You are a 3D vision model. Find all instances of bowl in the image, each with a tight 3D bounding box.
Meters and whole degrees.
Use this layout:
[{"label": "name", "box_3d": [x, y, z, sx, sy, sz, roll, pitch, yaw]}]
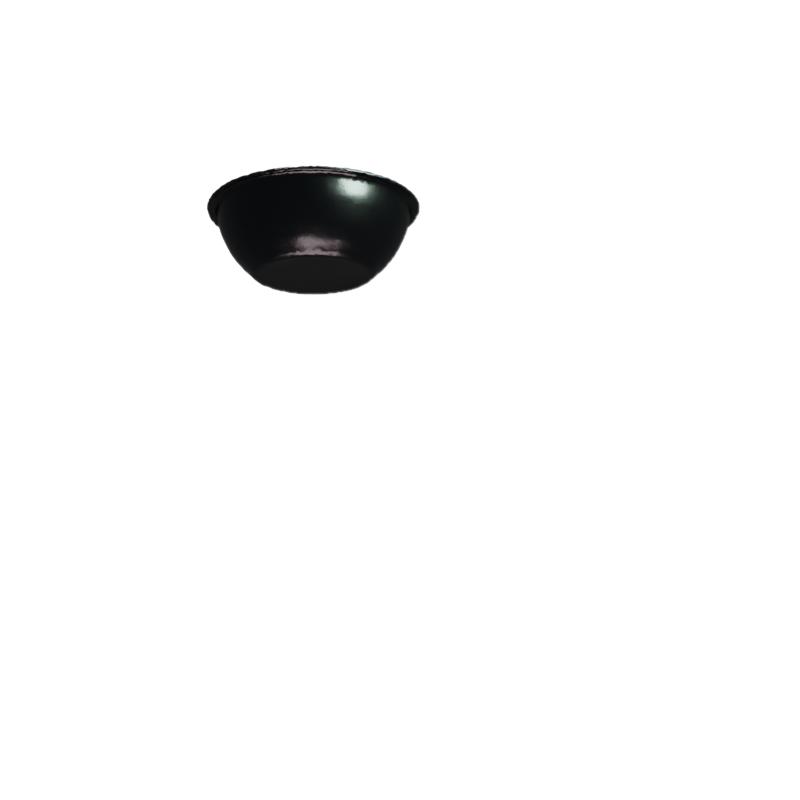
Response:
[{"label": "bowl", "box_3d": [-0.065, -0.119, 0.834, 0.162, 0.057, 0.156, 0, -15, -2]}]
